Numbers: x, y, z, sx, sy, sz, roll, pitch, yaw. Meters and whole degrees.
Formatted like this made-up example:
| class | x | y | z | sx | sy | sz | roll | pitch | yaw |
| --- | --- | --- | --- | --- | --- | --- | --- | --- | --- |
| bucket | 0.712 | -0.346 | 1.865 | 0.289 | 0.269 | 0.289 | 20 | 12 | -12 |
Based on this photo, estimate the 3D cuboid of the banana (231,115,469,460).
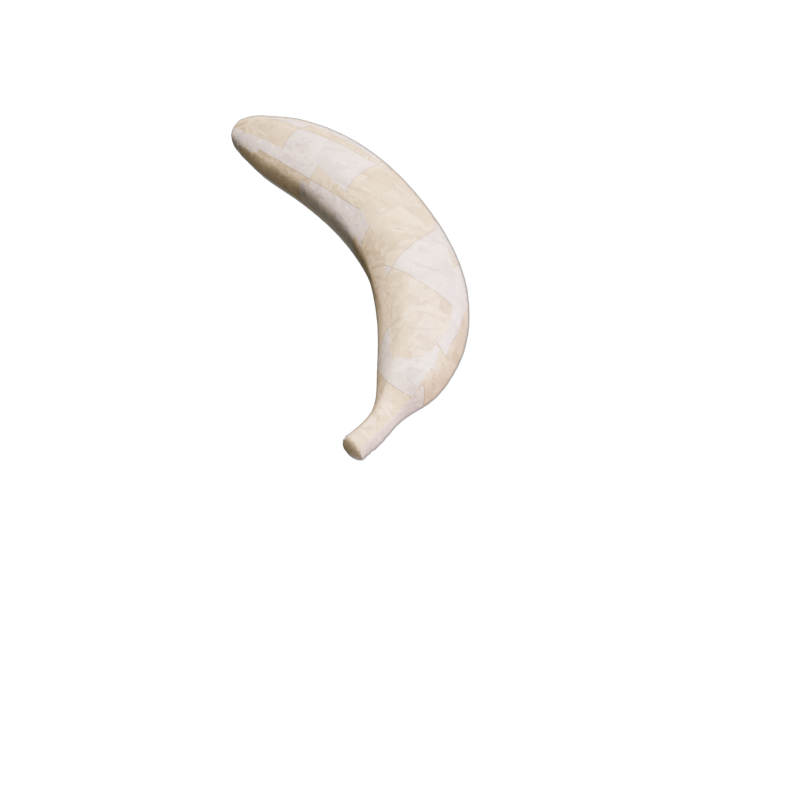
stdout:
| class | x | y | z | sx | sy | sz | roll | pitch | yaw |
| --- | --- | --- | --- | --- | --- | --- | --- | --- | --- |
| banana | -0.018 | -0.067 | 0.465 | 0.069 | 0.034 | 0.214 | -12 | 47 | -12 |
